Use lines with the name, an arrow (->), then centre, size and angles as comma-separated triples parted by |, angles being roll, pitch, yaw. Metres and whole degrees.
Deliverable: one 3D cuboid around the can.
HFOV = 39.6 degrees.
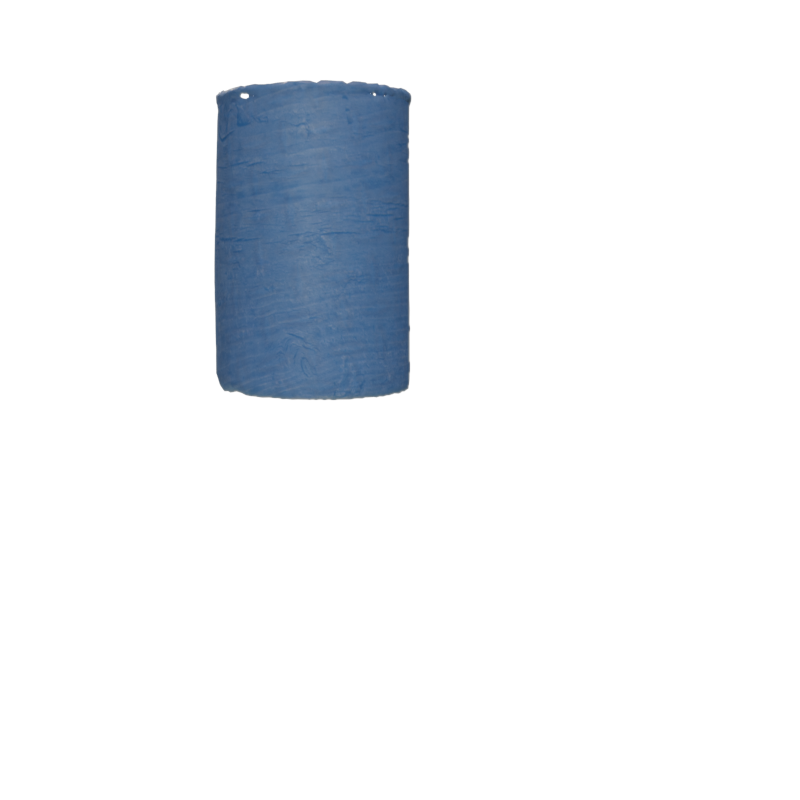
can -> -0.030, -0.055, 0.385 | 0.068, 0.102, 0.069 | 0, 1, -2
